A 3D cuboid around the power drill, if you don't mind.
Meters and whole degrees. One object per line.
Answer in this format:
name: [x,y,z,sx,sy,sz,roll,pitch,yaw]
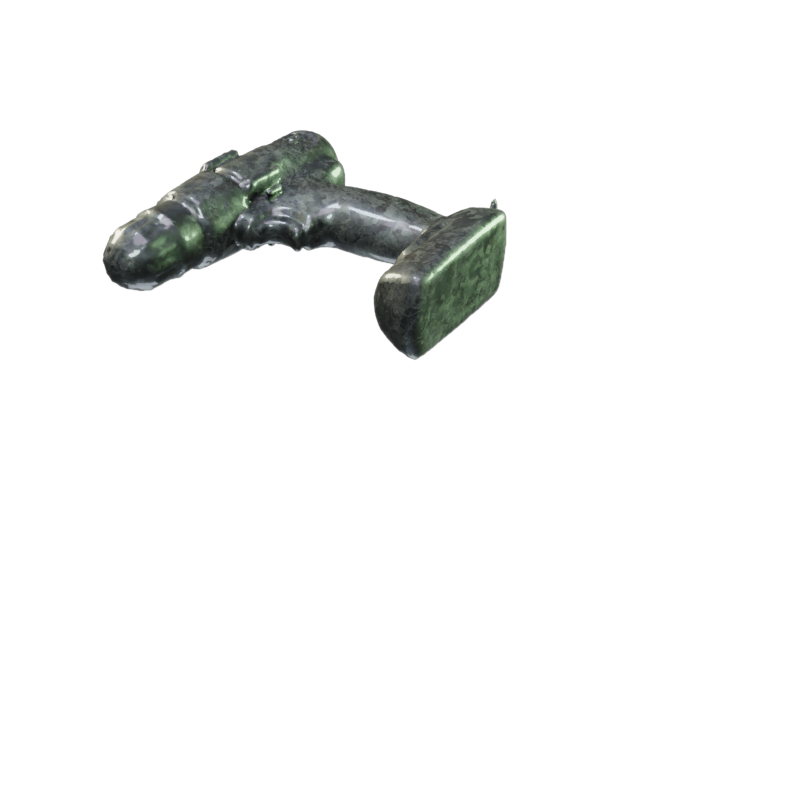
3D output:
power drill: [-0.050,-0.091,0.634,0.198,0.054,0.187,24,44,28]
